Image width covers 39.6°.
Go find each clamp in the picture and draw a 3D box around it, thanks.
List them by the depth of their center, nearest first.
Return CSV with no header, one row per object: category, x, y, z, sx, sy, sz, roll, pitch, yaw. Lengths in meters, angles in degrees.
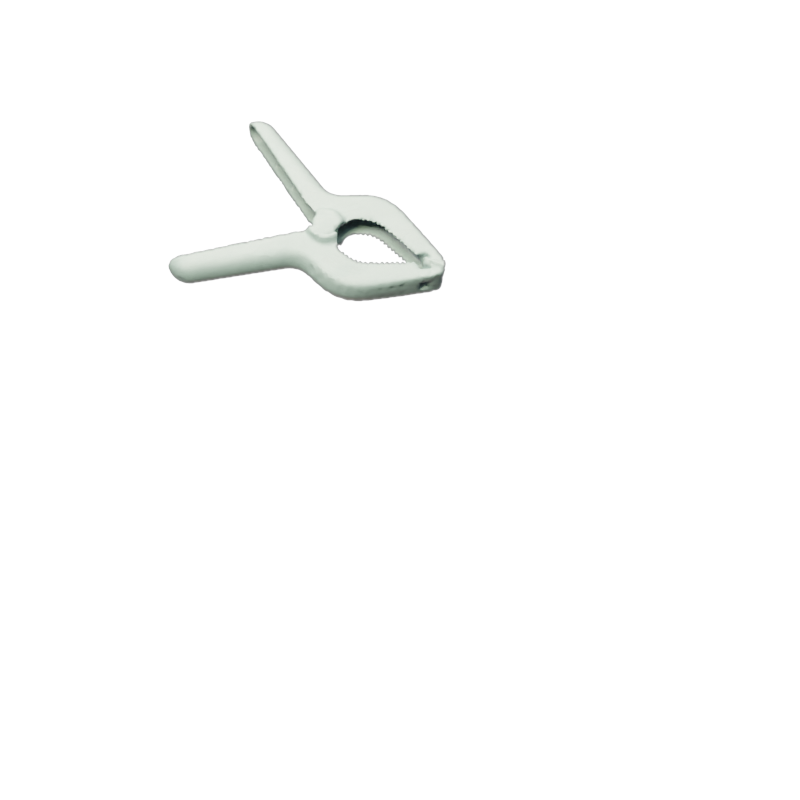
clamp,-0.069,-0.127,0.887,0.217,0.170,0.034,26,-27,14
